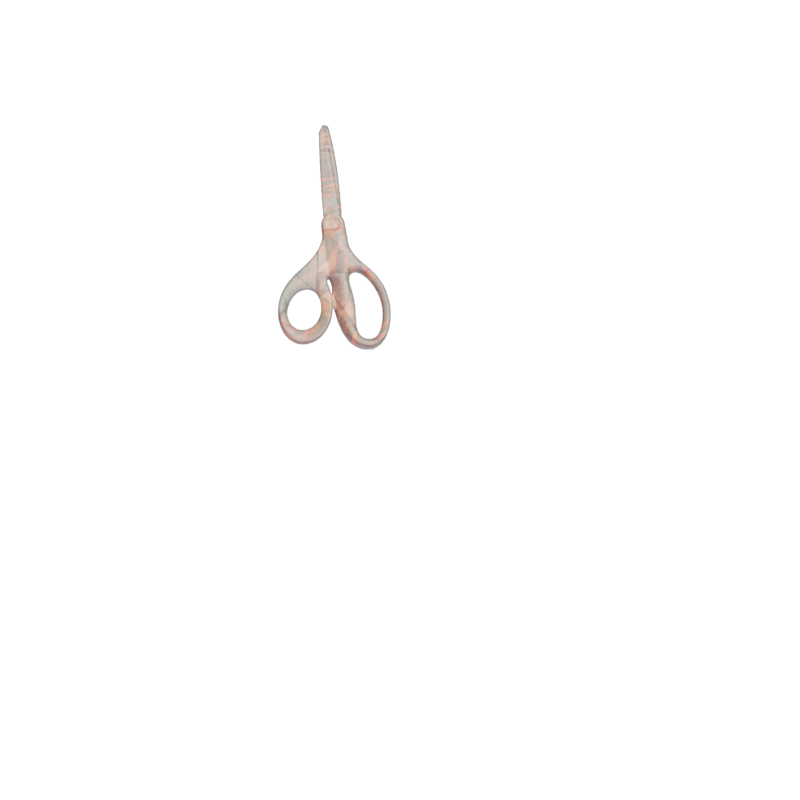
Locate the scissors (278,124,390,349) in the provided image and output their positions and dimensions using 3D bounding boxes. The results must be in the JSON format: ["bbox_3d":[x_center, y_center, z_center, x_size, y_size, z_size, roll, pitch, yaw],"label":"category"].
[{"bbox_3d":[-0.070,-0.127,0.892,0.096,0.214,0.015,-18,-24,-8],"label":"scissors"}]
